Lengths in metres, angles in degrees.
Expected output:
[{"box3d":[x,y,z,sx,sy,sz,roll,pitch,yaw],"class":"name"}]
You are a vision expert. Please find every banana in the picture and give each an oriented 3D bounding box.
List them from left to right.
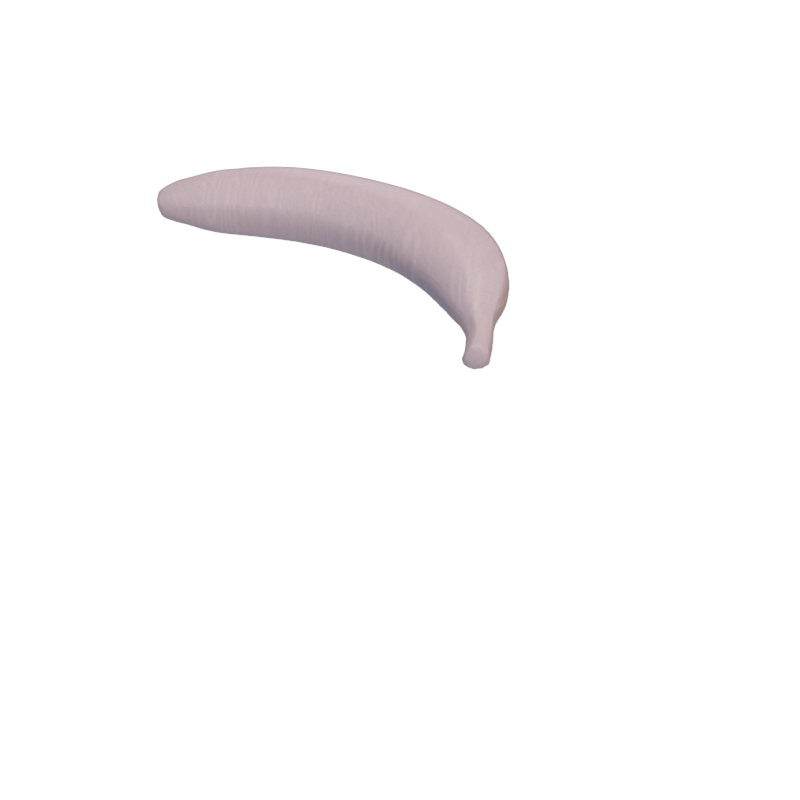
[{"box3d":[-0.024,-0.077,0.503,0.210,0.035,0.069,26,40,35],"class":"banana"}]
